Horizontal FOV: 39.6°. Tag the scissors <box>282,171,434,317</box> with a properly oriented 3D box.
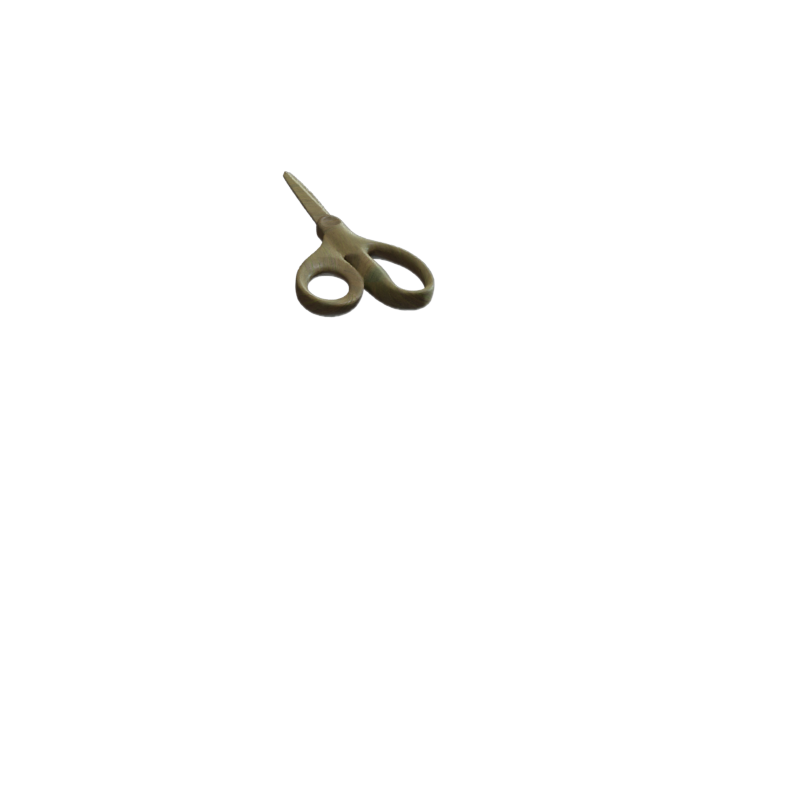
[{"bbox_3d":[-0.059,-0.108,0.756,0.095,0.015,0.217,-23,41,-29],"label":"scissors"}]
